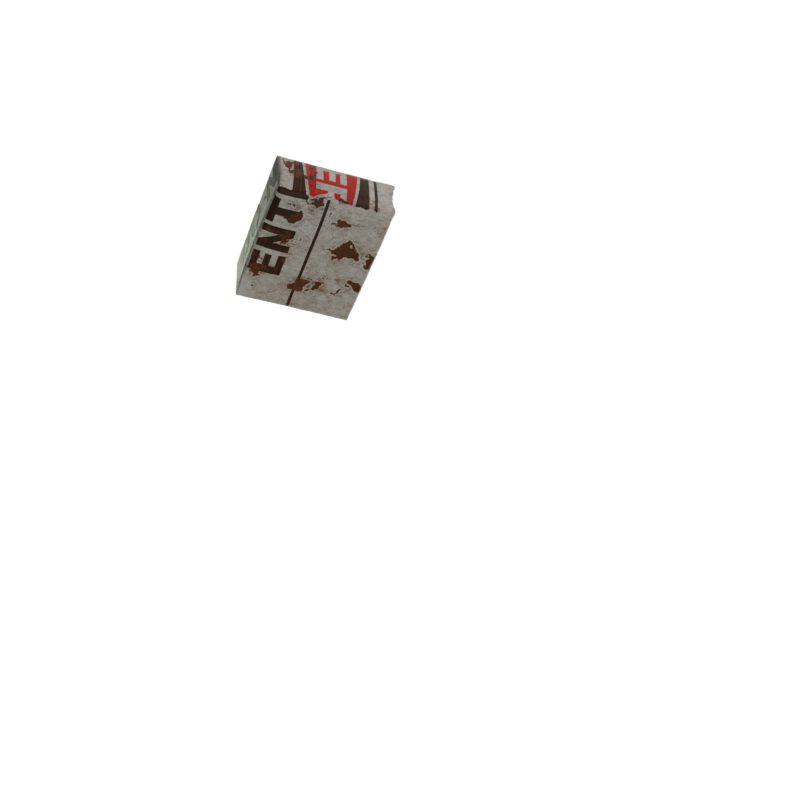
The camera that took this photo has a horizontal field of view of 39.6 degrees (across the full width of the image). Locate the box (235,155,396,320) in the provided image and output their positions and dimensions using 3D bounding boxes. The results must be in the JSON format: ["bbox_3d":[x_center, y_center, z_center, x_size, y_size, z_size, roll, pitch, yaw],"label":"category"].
[{"bbox_3d":[-0.064,-0.116,0.810,0.088,0.042,0.108,14,-46,-15],"label":"box"}]
